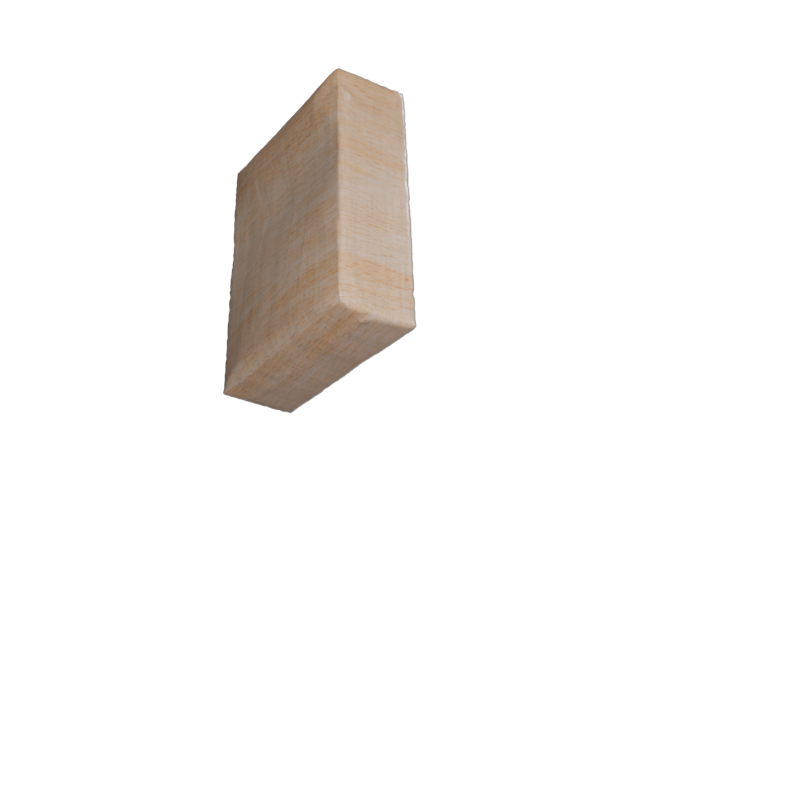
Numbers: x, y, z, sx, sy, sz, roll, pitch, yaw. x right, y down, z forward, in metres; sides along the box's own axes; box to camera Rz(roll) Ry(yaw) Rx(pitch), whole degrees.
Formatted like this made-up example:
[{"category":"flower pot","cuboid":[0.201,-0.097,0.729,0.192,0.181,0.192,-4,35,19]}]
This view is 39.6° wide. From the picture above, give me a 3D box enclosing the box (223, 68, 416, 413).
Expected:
[{"category":"box","cuboid":[-0.067,-0.122,0.851,0.068,0.228,0.162,19,-36,-31]}]
